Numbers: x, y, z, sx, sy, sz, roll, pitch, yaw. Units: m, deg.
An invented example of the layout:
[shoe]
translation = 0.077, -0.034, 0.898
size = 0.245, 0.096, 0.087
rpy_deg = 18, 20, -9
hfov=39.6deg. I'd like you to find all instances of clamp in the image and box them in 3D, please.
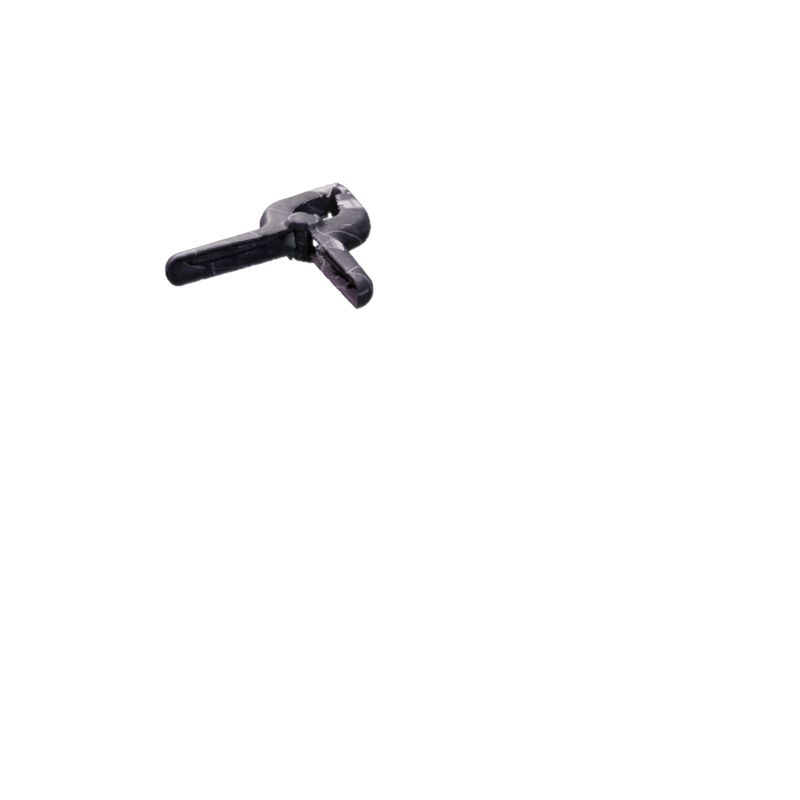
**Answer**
[clamp]
translation = -0.071, -0.129, 0.907
size = 0.170, 0.034, 0.214
rpy_deg = 11, 31, 20
